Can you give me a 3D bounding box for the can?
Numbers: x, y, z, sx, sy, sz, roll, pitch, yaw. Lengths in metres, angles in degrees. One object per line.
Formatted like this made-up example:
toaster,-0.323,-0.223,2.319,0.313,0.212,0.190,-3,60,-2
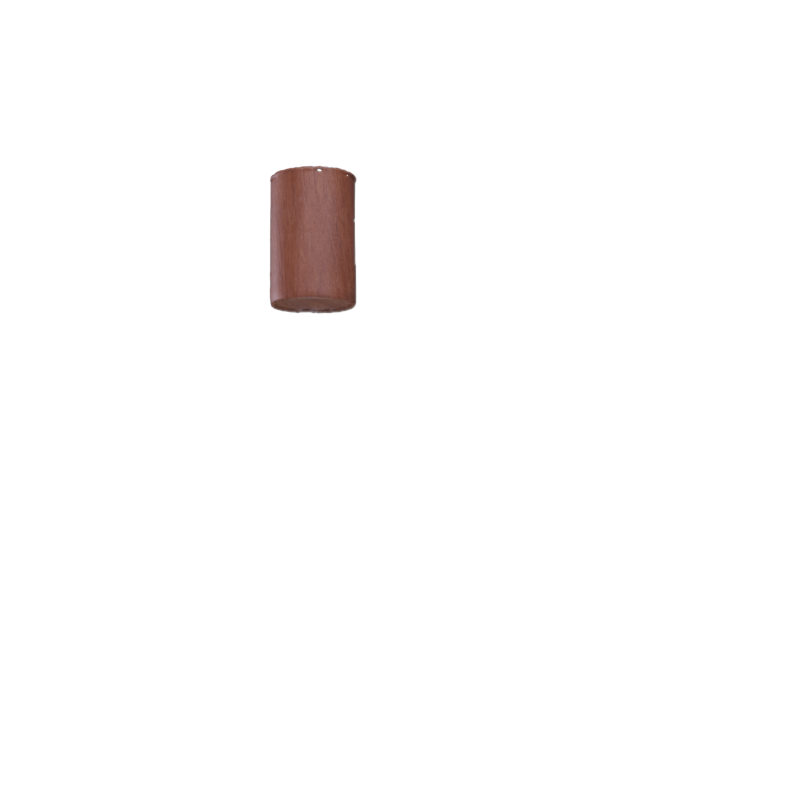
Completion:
can,-0.067,-0.122,0.857,0.068,0.105,0.067,0,-11,-2
